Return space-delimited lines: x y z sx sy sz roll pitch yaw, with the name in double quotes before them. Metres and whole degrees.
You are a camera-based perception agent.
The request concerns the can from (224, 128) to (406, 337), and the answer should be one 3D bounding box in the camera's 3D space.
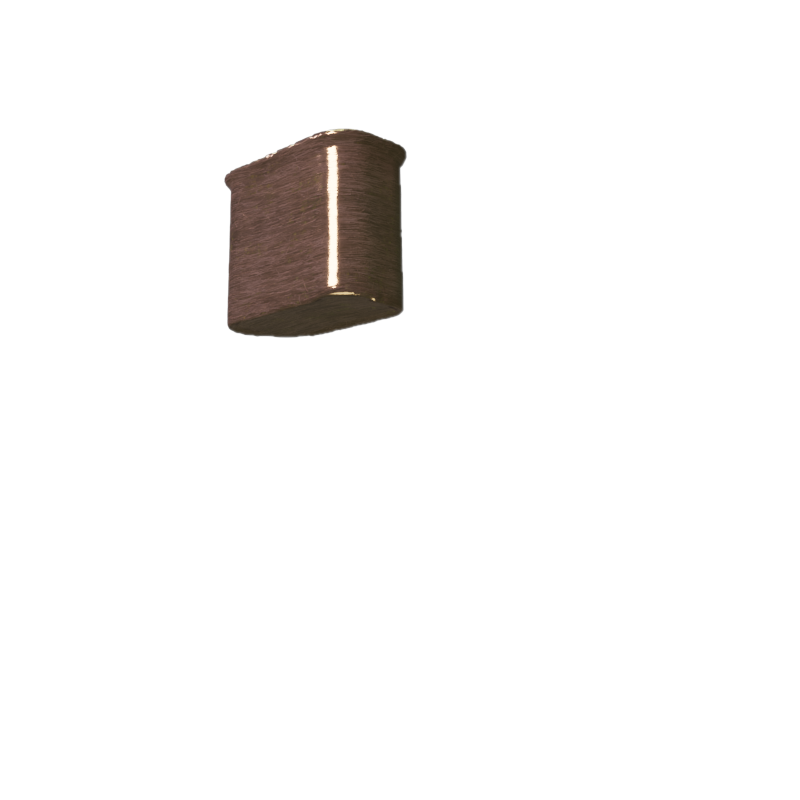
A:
"can" -0.045 -0.081 0.568 0.104 0.087 0.054 -13 -19 43
